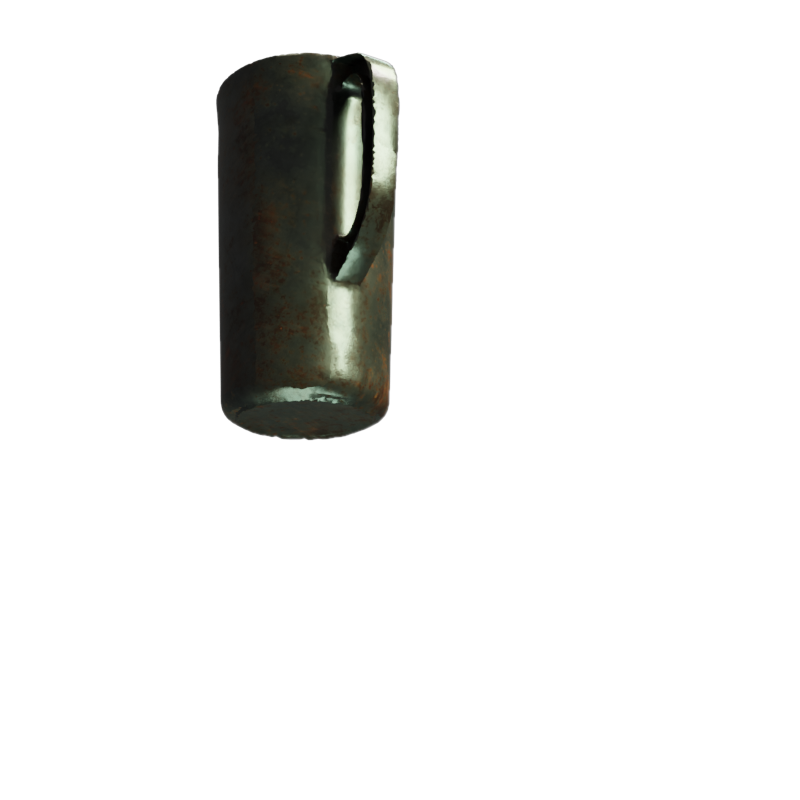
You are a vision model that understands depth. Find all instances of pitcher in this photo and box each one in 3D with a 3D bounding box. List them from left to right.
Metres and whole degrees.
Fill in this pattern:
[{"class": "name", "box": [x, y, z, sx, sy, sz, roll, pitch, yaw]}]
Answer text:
[{"class": "pitcher", "box": [-0.058, -0.106, 0.745, 0.147, 0.256, 0.139, -6, -23, 12]}]
